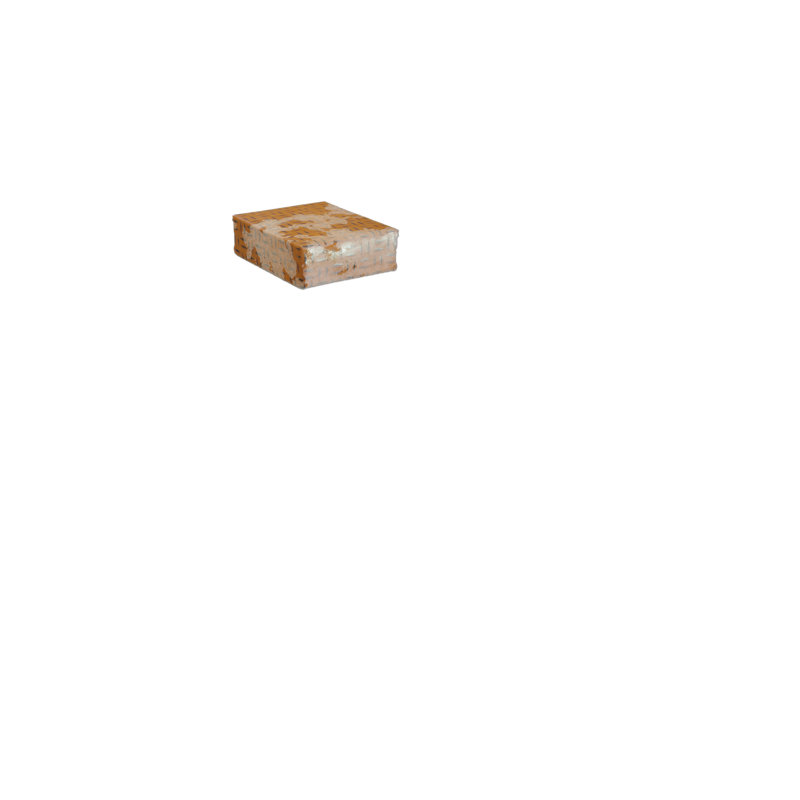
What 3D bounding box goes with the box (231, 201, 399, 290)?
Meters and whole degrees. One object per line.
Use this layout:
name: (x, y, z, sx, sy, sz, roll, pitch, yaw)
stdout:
box: (-0.069, -0.126, 0.880, 0.088, 0.037, 0.121, -15, 29, -30)
